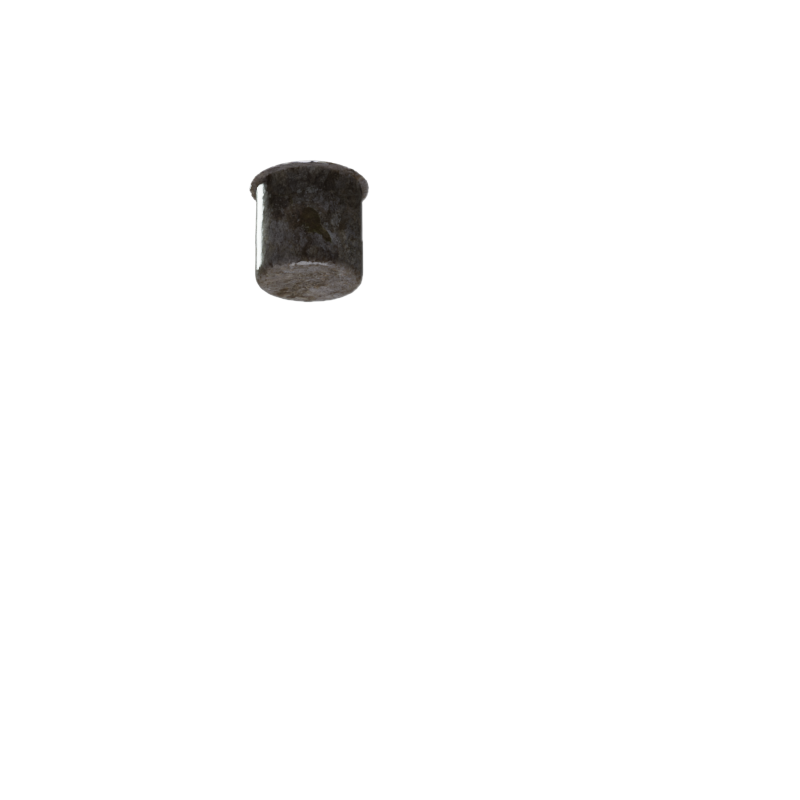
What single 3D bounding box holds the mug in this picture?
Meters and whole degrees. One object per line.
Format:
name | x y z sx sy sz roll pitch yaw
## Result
mug | -0.067 -0.122 0.858 0.094 0.086 0.110 -5 -20 12
